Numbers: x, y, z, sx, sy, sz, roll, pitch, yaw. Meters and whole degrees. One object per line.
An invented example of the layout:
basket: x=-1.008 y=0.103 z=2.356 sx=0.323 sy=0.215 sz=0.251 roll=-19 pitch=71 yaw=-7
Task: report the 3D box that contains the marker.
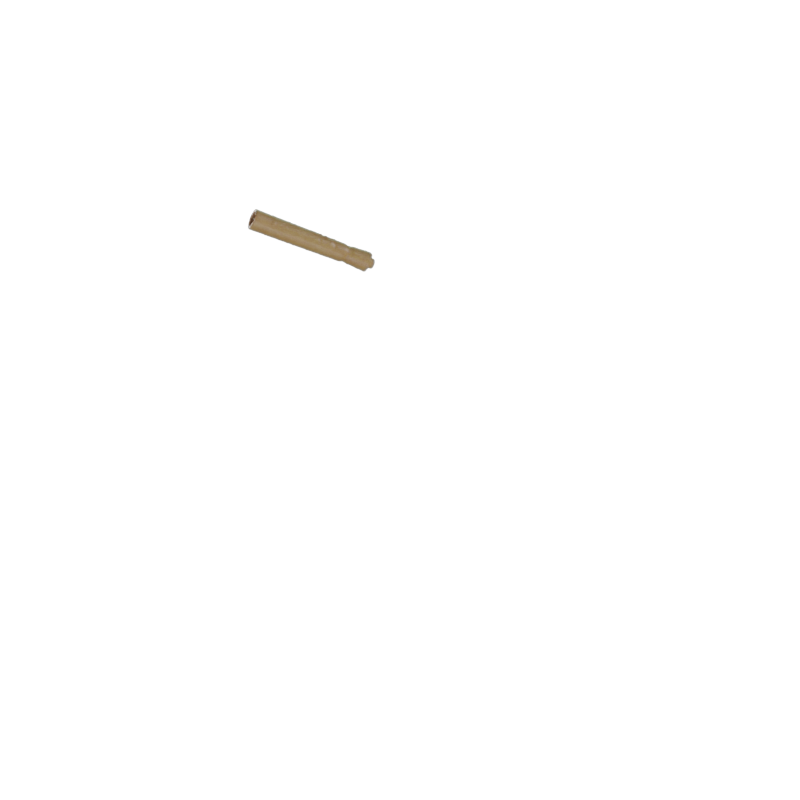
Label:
marker: x=-0.078 y=-0.143 z=0.999 sx=0.117 sy=0.020 sz=0.020 roll=19 pitch=-2 yaw=-16
